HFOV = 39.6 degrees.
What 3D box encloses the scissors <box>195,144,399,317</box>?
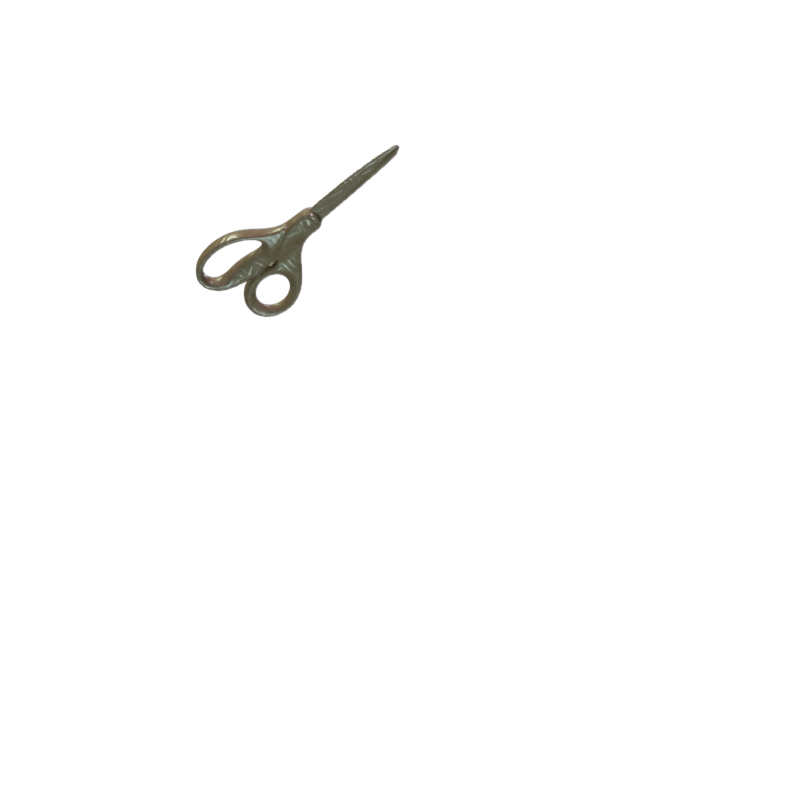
[{"bbox_3d":[-0.070,-0.127,0.892,0.202,0.089,0.017,-22,36,17],"label":"scissors"}]
